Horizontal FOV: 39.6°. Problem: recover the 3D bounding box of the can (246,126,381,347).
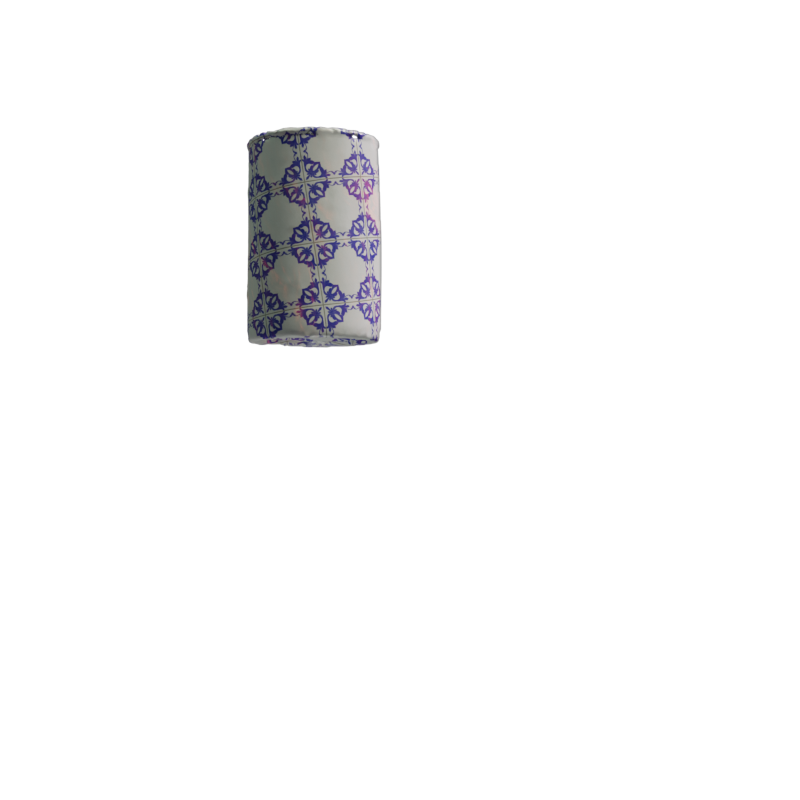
[{"bbox_3d":[-0.044,-0.080,0.560,0.068,0.104,0.067,0,-7,-2],"label":"can"}]
